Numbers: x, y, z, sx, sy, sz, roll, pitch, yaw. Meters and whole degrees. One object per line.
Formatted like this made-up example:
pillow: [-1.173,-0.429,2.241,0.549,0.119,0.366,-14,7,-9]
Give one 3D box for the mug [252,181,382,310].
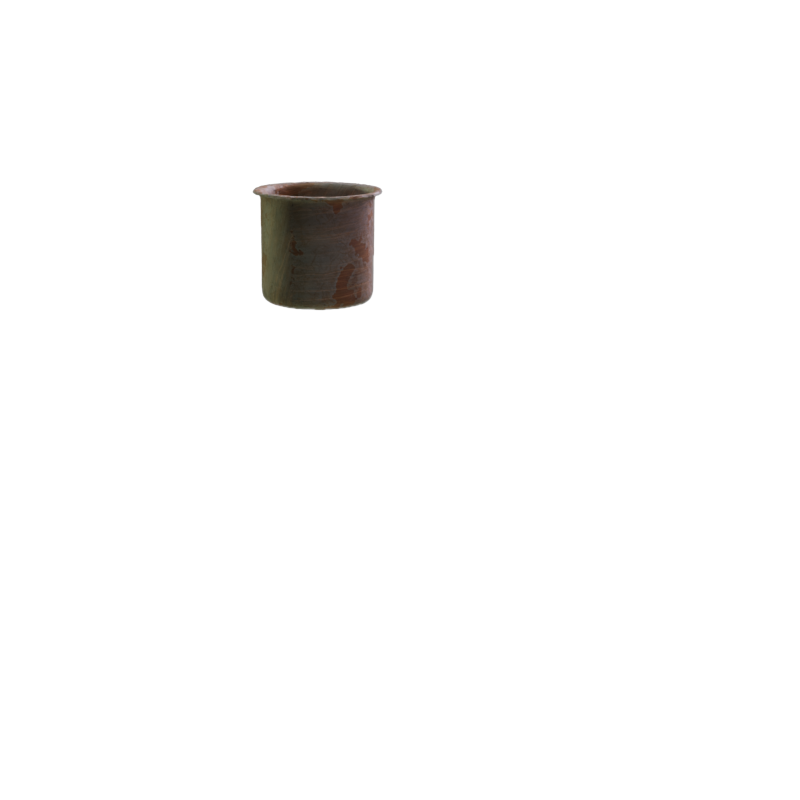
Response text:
mug: [-0.064,-0.116,0.814,0.091,0.079,0.123,-4,16,-17]
